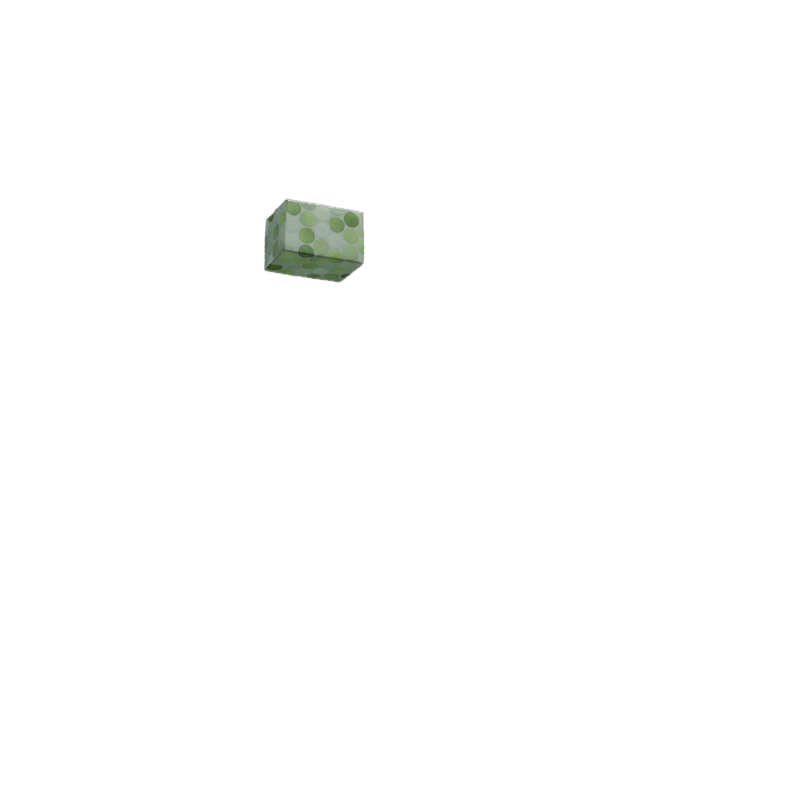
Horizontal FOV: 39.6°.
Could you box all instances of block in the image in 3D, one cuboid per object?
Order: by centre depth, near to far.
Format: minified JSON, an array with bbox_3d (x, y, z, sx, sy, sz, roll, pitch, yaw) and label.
[{"bbox_3d":[-0.078,-0.142,0.991,0.075,0.054,0.052,7,-20,-24],"label":"block"}]
